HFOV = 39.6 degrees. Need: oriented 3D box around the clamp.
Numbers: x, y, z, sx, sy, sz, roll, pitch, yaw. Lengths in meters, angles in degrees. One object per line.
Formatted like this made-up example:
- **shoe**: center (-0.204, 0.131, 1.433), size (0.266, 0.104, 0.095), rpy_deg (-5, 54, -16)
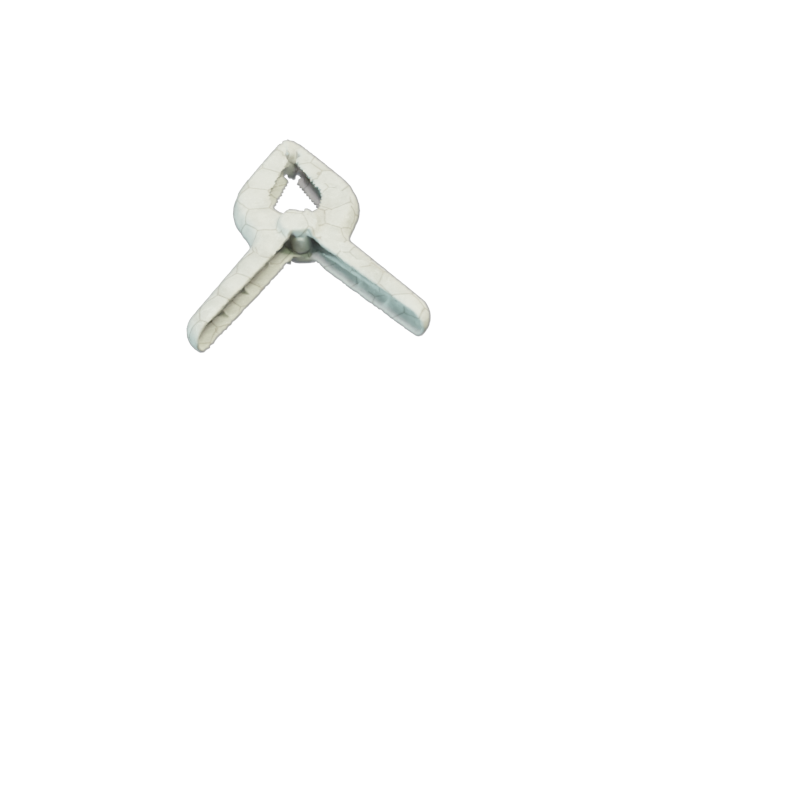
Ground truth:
- **clamp**: center (-0.064, -0.116, 0.812), size (0.165, 0.225, 0.034), rpy_deg (0, -43, 0)
